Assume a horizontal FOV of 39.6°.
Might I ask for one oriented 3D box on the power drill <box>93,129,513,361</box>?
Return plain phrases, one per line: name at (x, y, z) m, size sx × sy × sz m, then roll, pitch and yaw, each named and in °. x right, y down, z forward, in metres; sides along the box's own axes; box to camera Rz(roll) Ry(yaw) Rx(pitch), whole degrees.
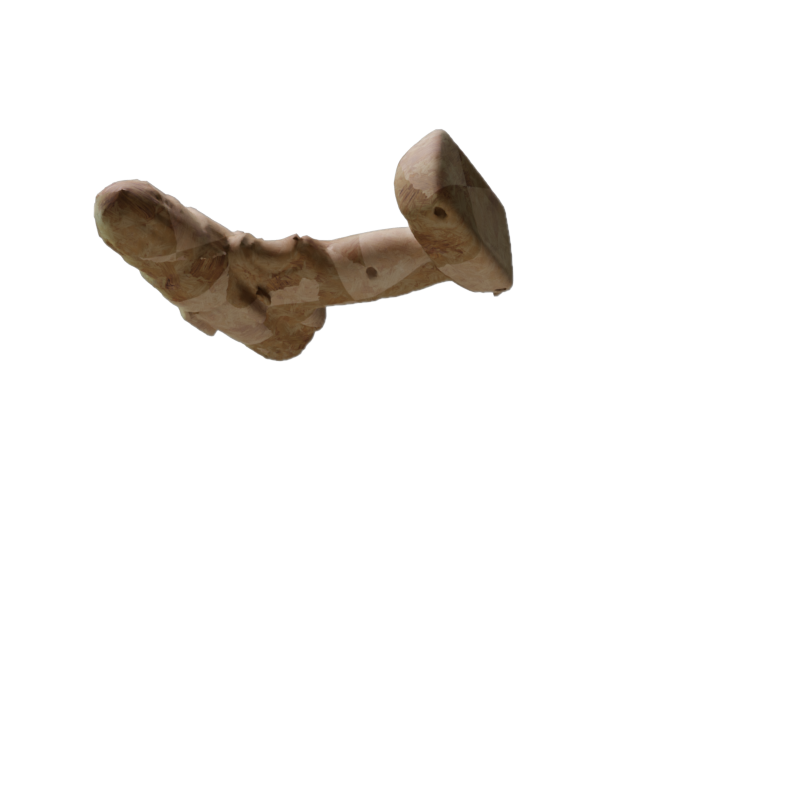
power drill at (-0.047, -0.086, 0.602) m, size 0.191 × 0.061 × 0.171 m, roll -11°, pitch -24°, yaw 25°
